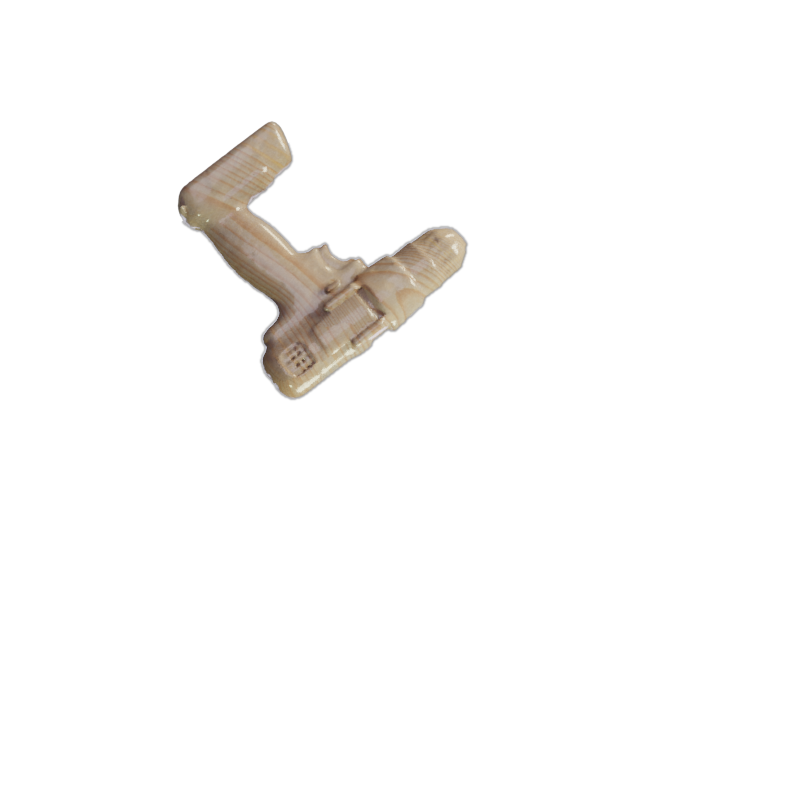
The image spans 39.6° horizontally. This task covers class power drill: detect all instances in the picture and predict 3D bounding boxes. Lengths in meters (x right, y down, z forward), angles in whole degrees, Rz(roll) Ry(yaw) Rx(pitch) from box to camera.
[{"bbox_3d":[-0.067,-0.123,0.860,0.185,0.194,0.055,-38,-12,-10],"label":"power drill"}]
